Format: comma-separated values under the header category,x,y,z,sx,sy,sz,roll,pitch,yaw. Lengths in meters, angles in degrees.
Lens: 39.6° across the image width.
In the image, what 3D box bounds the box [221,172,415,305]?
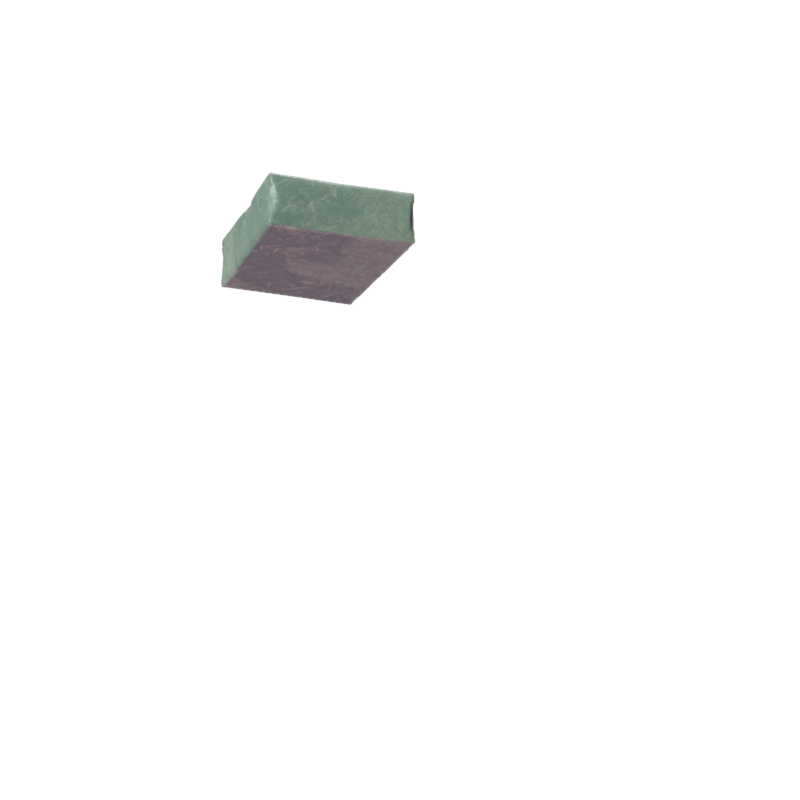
category,x,y,z,sx,sy,sz,roll,pitch,yaw
box,-0.043,-0.079,0.551,0.071,0.032,0.088,6,-18,-20
